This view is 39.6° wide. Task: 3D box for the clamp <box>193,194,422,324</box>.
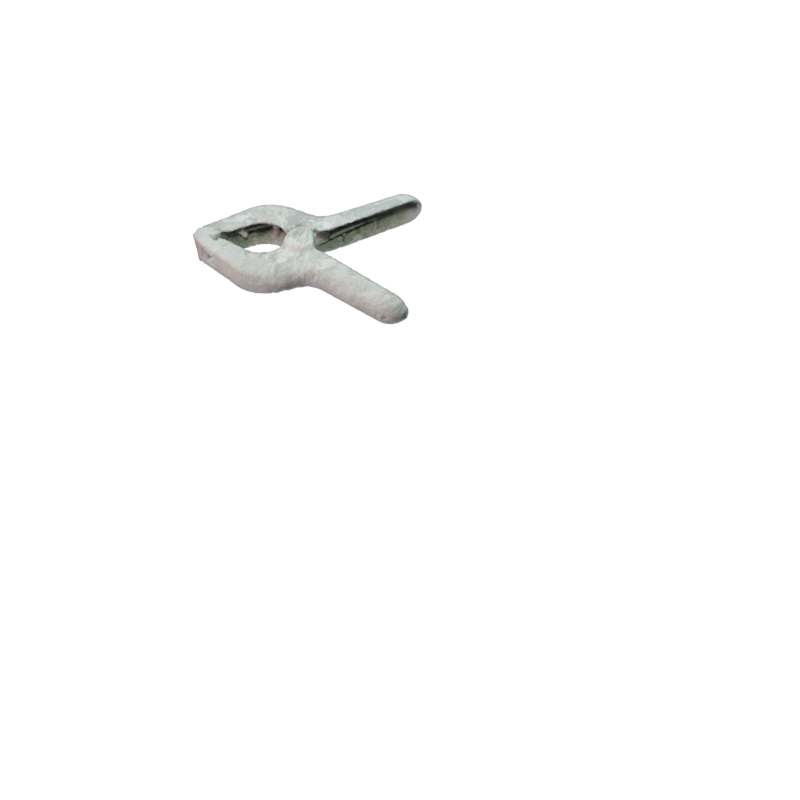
[{"bbox_3d":[-0.065,-0.118,0.828,0.175,0.036,0.126,12,46,12],"label":"clamp"}]
